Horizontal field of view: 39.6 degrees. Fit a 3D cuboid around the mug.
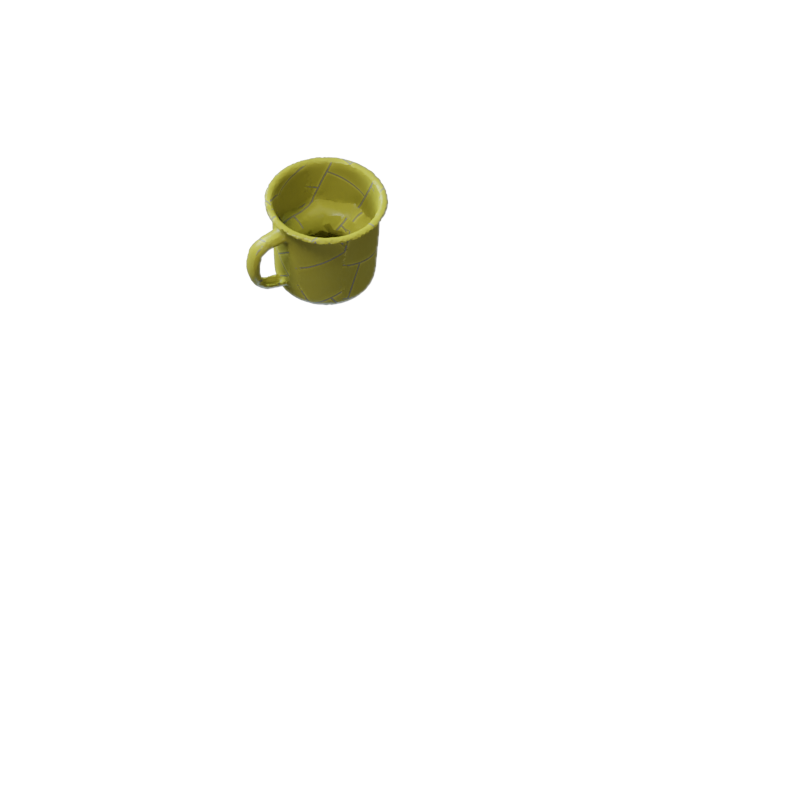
[{"bbox_3d":[-0.067,-0.122,0.858,0.117,0.076,0.100,-32,58,-25],"label":"mug"}]
